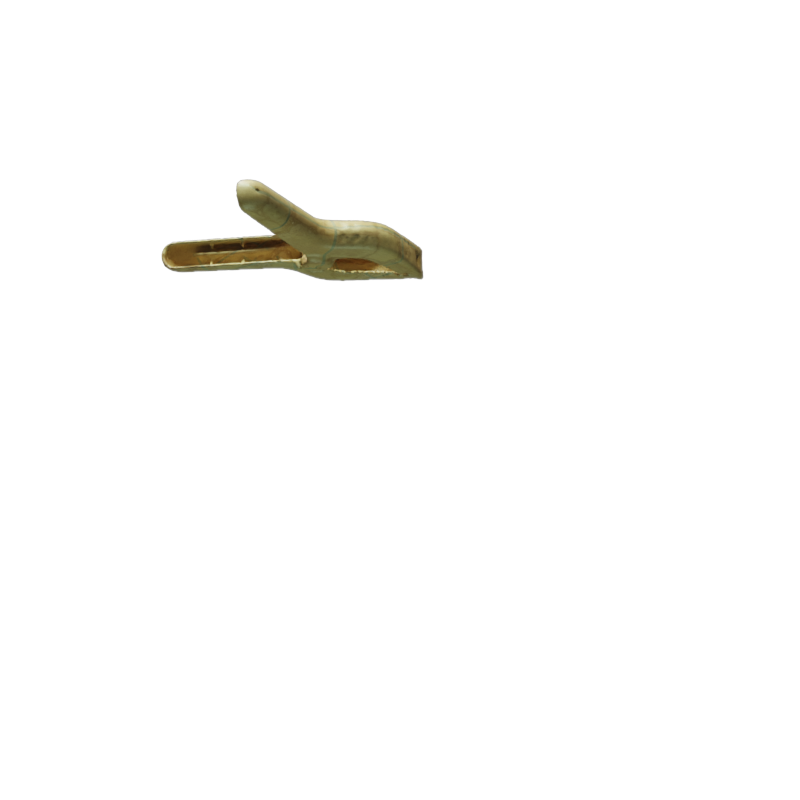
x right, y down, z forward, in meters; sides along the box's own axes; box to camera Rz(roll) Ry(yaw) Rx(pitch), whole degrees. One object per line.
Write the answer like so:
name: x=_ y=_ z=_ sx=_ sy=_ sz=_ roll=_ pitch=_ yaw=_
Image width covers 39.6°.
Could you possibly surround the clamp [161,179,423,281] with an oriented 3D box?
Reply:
clamp: x=-0.069 y=-0.125 z=0.878 sx=0.204 sy=0.038 sz=0.163 roll=5 pitch=-13 yaw=-22
